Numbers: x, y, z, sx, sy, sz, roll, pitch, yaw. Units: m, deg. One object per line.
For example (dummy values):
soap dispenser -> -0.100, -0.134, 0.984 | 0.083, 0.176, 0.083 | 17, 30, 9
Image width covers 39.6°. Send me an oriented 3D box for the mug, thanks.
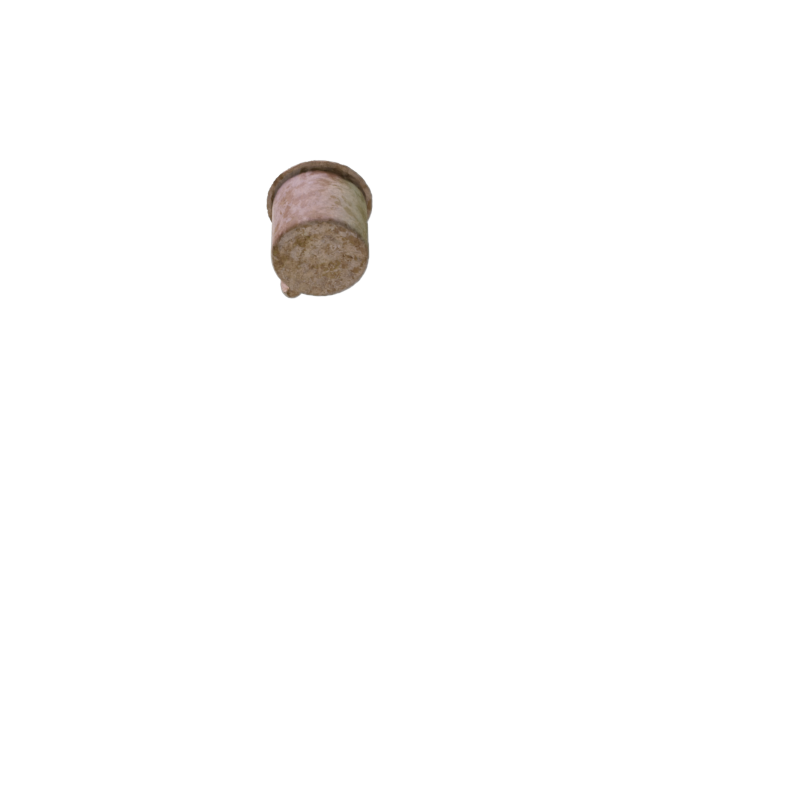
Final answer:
mug -> -0.074, -0.135, 0.944 | 0.090, 0.087, 0.113 | 22, -52, -20
